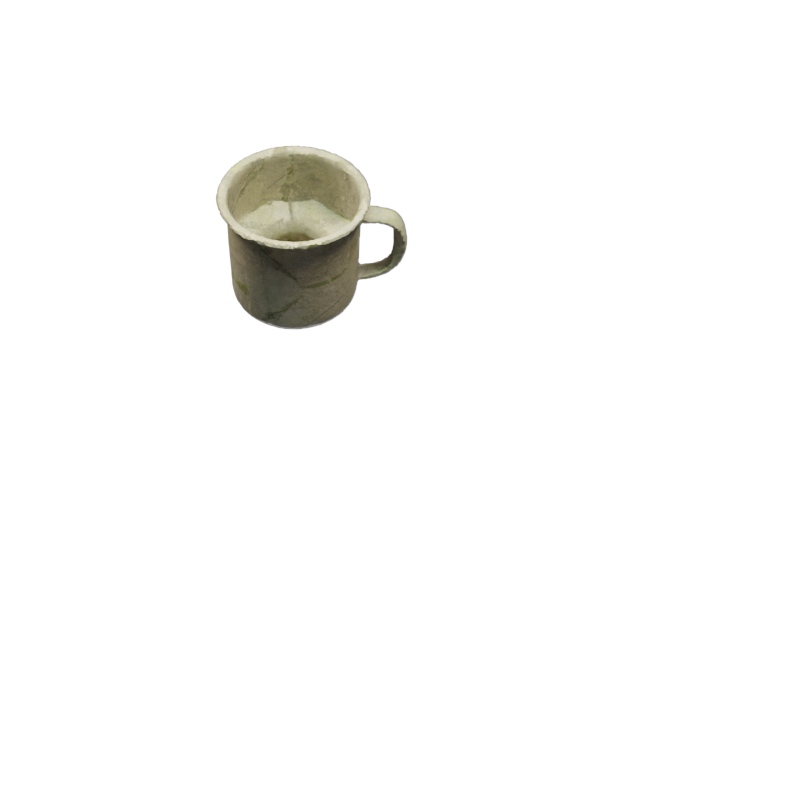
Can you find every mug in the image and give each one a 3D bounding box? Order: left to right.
[{"bbox_3d":[-0.054,-0.099,0.695,0.117,0.100,0.076,-1,-42,-2],"label":"mug"}]
